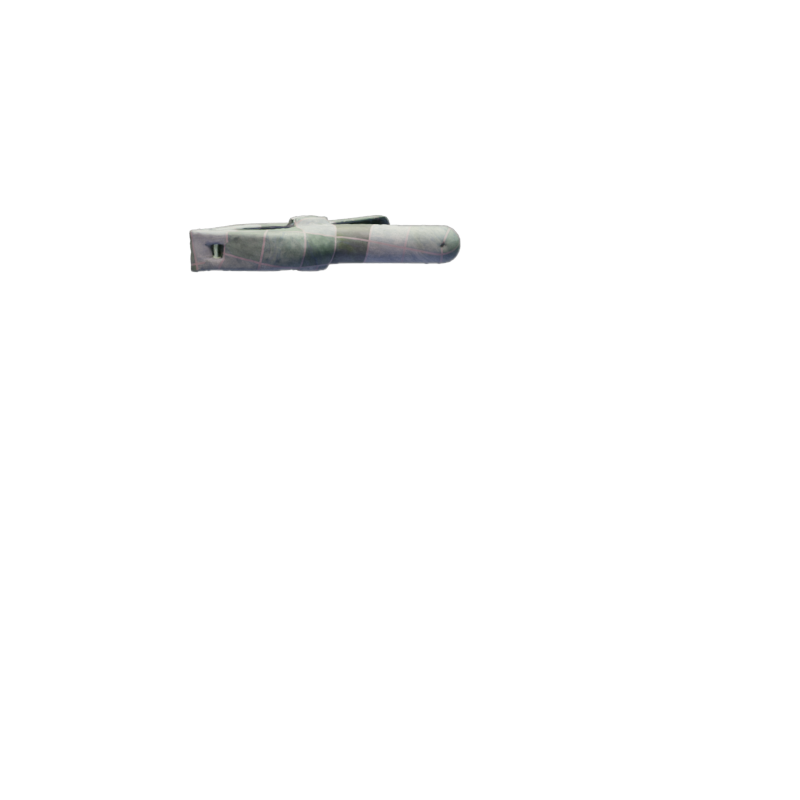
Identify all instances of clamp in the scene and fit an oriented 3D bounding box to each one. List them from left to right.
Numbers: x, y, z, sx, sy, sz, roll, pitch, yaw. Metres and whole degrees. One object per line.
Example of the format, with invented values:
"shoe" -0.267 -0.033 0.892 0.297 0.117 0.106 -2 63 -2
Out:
"clamp" -0.058 -0.106 0.744 0.168 0.039 0.123 -2 7 -14
